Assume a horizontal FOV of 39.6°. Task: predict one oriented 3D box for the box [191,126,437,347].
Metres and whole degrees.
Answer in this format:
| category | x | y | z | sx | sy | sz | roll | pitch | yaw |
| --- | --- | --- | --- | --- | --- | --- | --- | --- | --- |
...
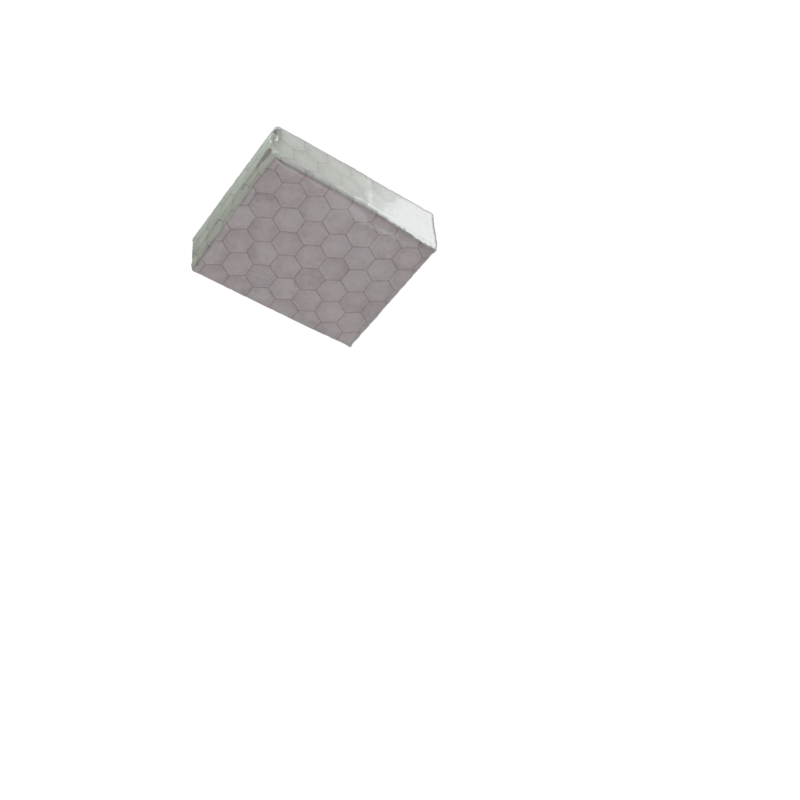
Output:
| category | x | y | z | sx | sy | sz | roll | pitch | yaw |
| --- | --- | --- | --- | --- | --- | --- | --- | --- | --- |
| box | -0.049 | -0.090 | 0.631 | 0.109 | 0.088 | 0.042 | 28 | 33 | -21 |
